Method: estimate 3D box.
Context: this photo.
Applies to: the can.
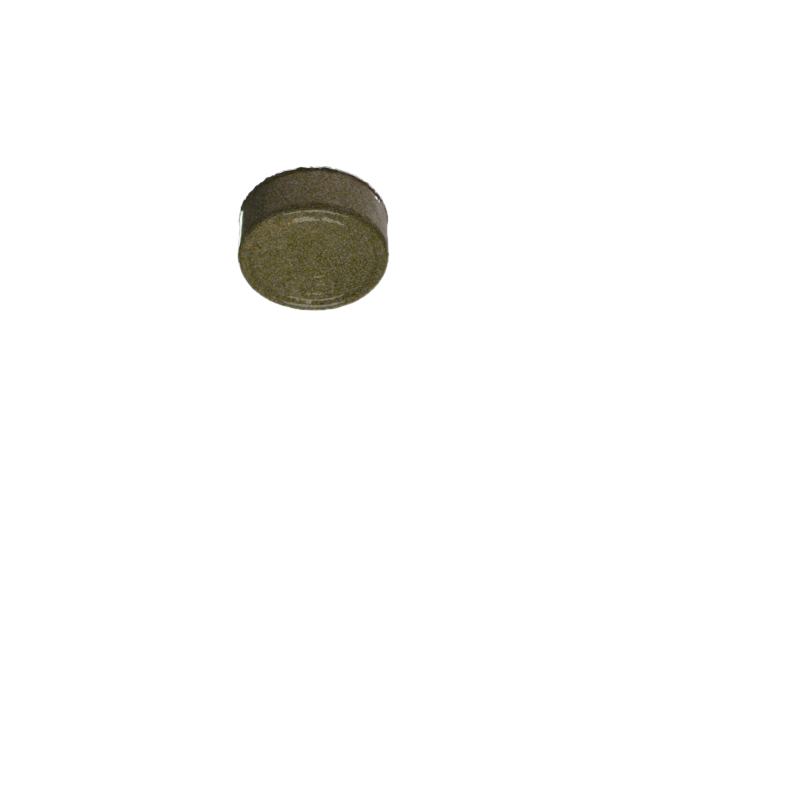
[{"bbox_3d":[-0.049,-0.089,0.626,0.086,0.036,0.080,1,-40,-2],"label":"can"}]
